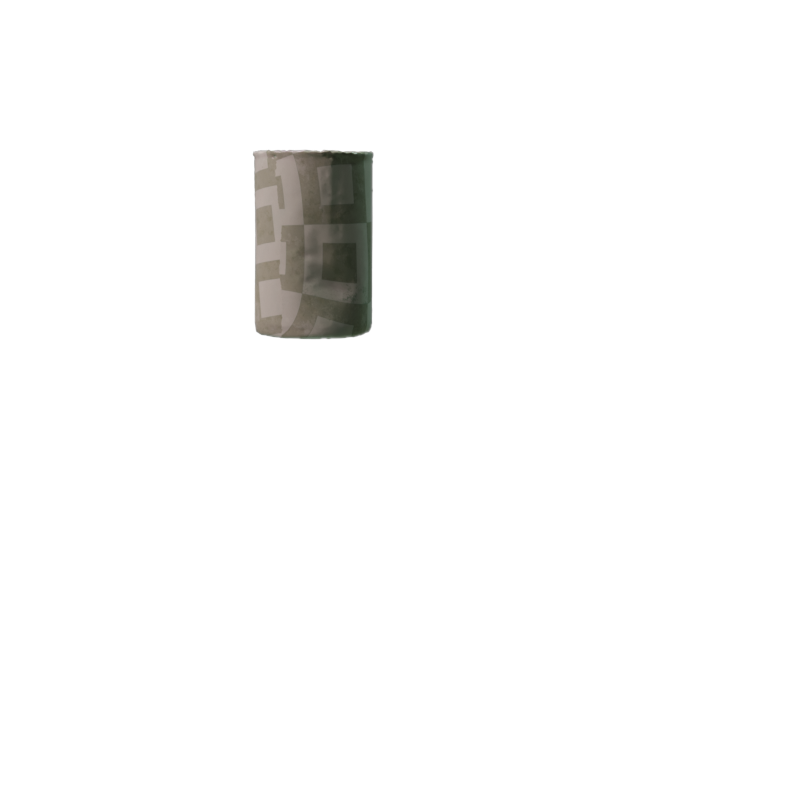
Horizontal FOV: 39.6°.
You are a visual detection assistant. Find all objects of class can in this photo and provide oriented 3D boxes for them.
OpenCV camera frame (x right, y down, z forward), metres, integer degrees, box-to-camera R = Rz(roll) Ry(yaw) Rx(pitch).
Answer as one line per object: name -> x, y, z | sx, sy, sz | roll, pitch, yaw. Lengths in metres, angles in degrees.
can -> -0.049, -0.089, 0.626 | 0.068, 0.101, 0.069 | 0, 6, -2
